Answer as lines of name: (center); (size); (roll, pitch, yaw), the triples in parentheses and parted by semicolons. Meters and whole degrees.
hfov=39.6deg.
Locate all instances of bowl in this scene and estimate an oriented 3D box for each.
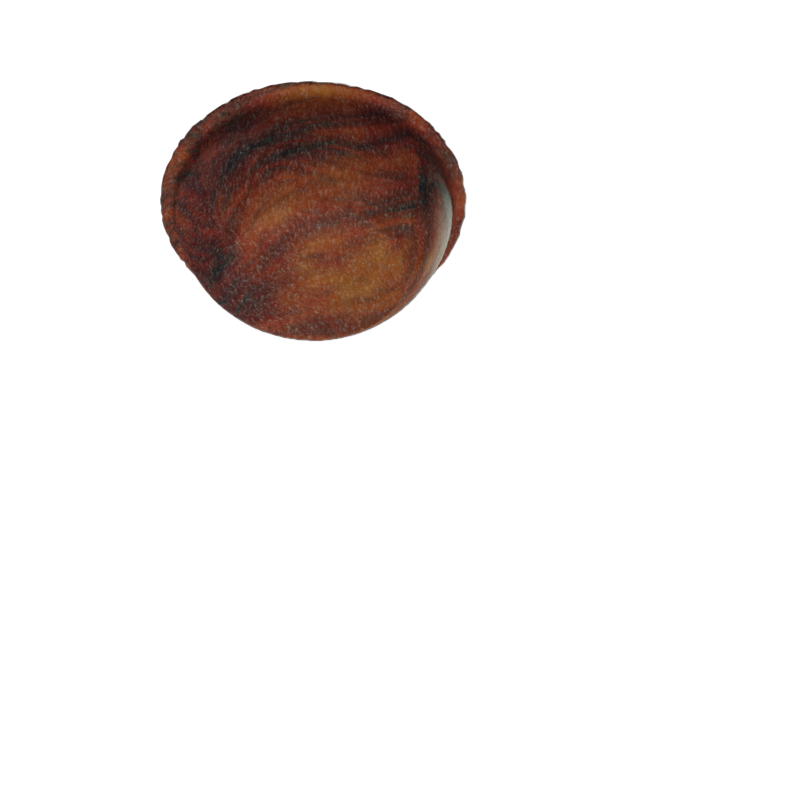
bowl: (-0.045, -0.081, 0.568); (0.162, 0.059, 0.151); (1, -45, -1)
